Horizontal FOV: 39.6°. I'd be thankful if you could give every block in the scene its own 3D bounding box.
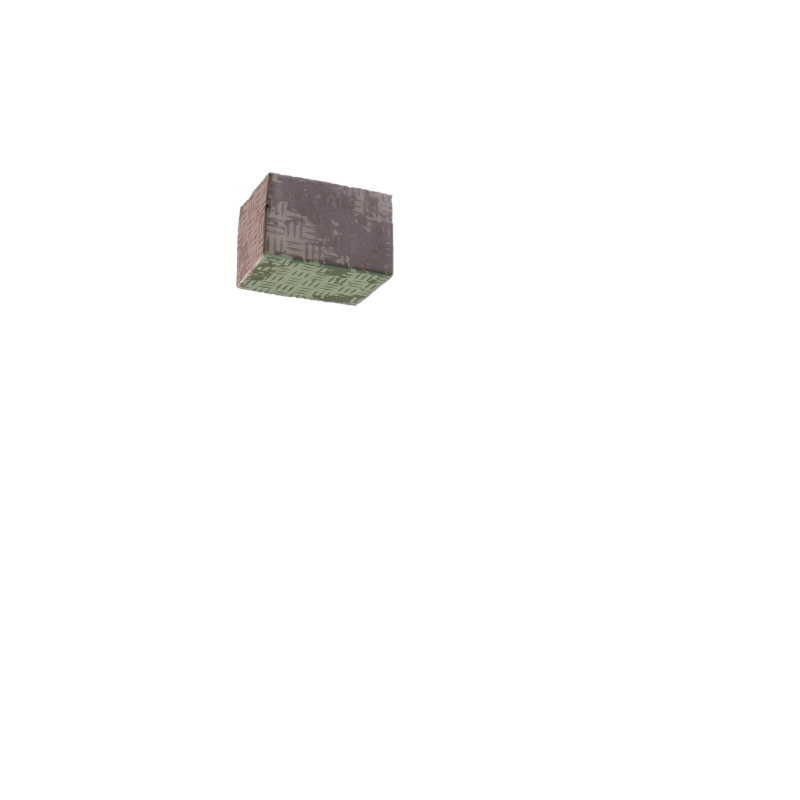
[{"bbox_3d":[-0.049,-0.090,0.630,0.075,0.054,0.052,8,-22,-22],"label":"block"}]
